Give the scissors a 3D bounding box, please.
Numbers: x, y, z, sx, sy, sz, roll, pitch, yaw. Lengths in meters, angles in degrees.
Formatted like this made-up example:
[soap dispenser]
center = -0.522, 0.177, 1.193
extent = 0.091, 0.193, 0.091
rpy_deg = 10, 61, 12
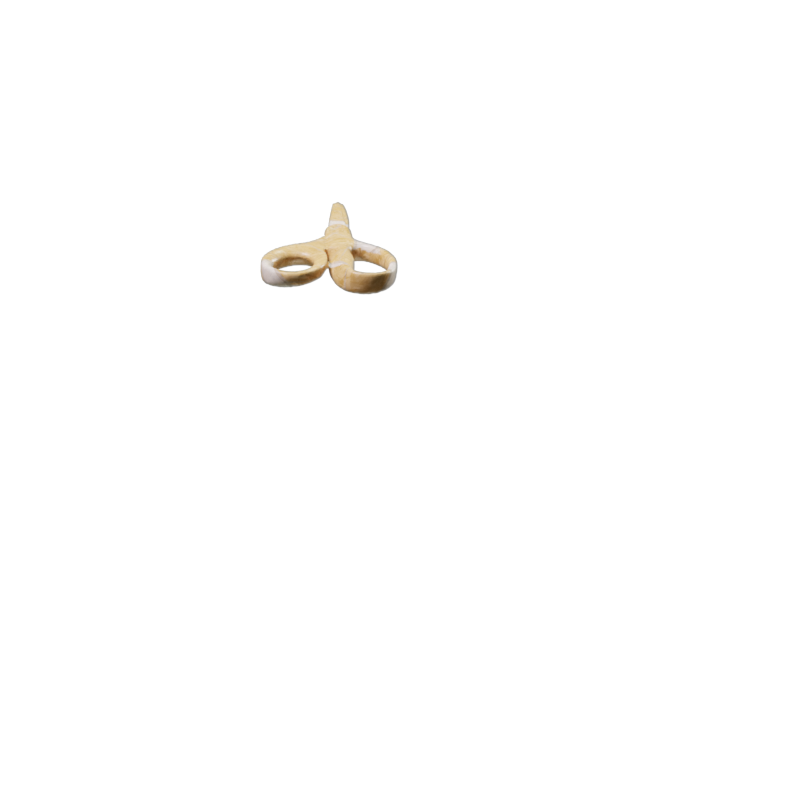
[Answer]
[scissors]
center = -0.060, -0.110, 0.770
extent = 0.095, 0.015, 0.214
rpy_deg = -6, 24, -15
